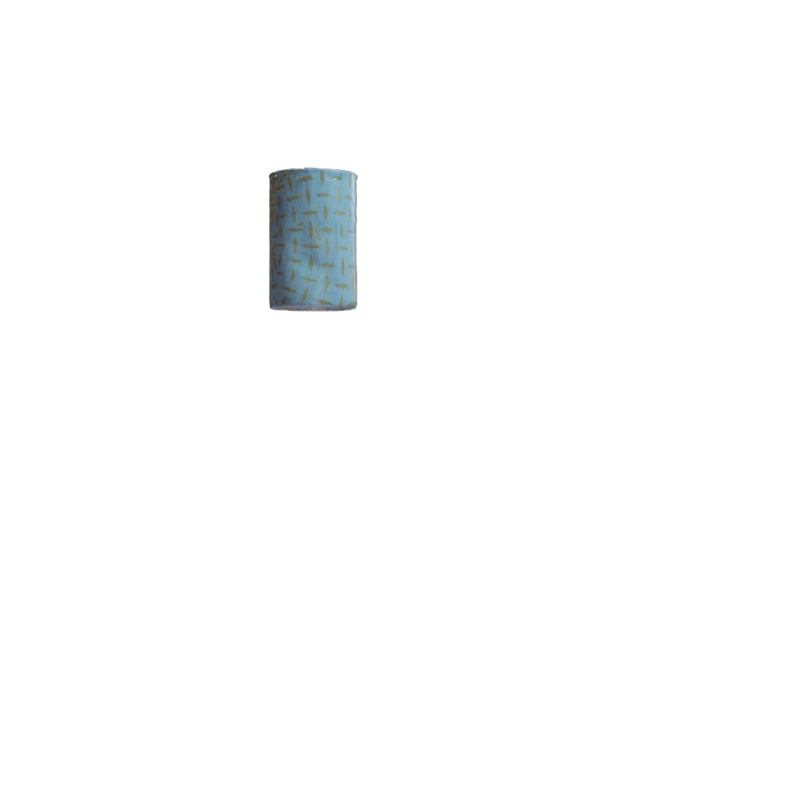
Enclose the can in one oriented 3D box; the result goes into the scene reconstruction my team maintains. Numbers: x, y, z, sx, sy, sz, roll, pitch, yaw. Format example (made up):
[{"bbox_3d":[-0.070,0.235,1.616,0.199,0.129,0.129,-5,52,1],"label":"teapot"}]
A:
[{"bbox_3d":[-0.066,-0.119,0.837,0.068,0.104,0.068,0,-4,-2],"label":"can"}]
